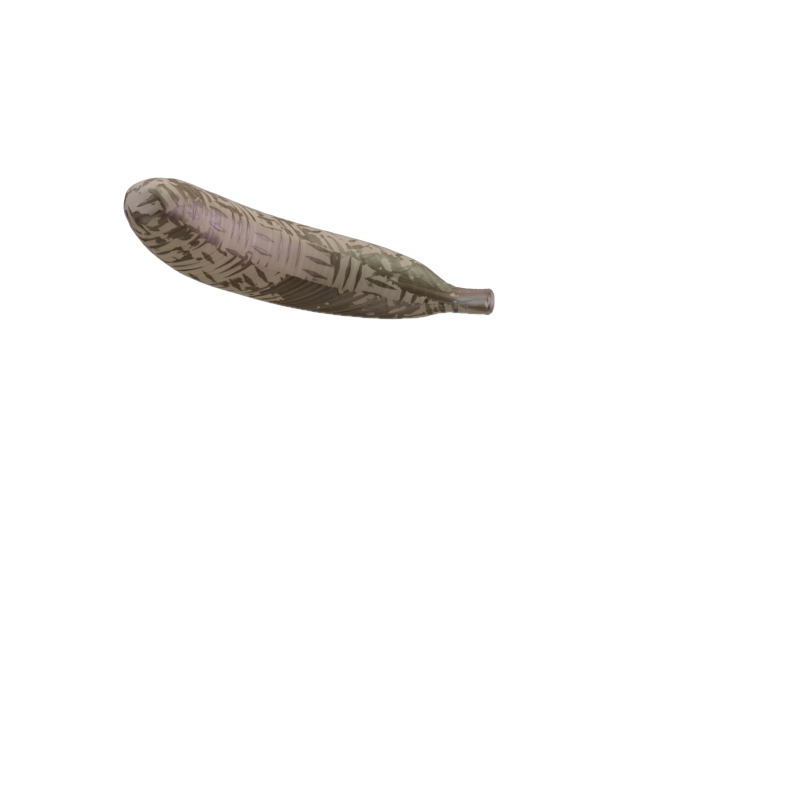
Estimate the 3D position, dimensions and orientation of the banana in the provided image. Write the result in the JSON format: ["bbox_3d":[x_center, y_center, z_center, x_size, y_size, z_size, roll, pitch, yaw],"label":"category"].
[{"bbox_3d":[-0.047,-0.064,0.484,0.188,0.038,0.071,9,-15,-41],"label":"banana"}]
